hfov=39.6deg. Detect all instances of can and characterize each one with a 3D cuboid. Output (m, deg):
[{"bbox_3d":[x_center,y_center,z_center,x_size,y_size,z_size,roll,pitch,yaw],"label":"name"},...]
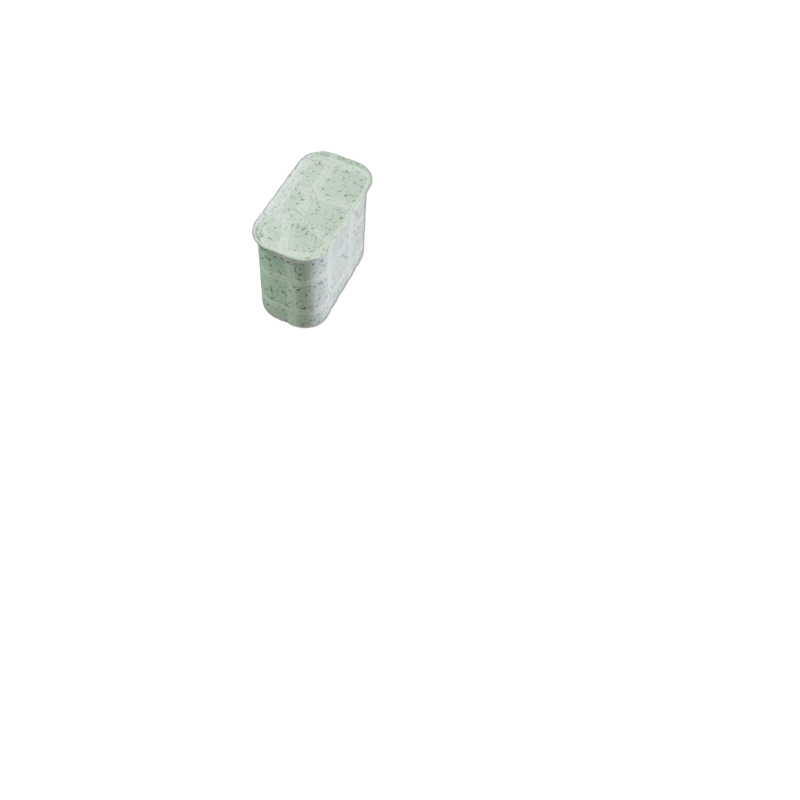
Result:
[{"bbox_3d":[-0.063,-0.115,0.806,0.059,0.106,0.078,21,-35,12],"label":"can"}]
